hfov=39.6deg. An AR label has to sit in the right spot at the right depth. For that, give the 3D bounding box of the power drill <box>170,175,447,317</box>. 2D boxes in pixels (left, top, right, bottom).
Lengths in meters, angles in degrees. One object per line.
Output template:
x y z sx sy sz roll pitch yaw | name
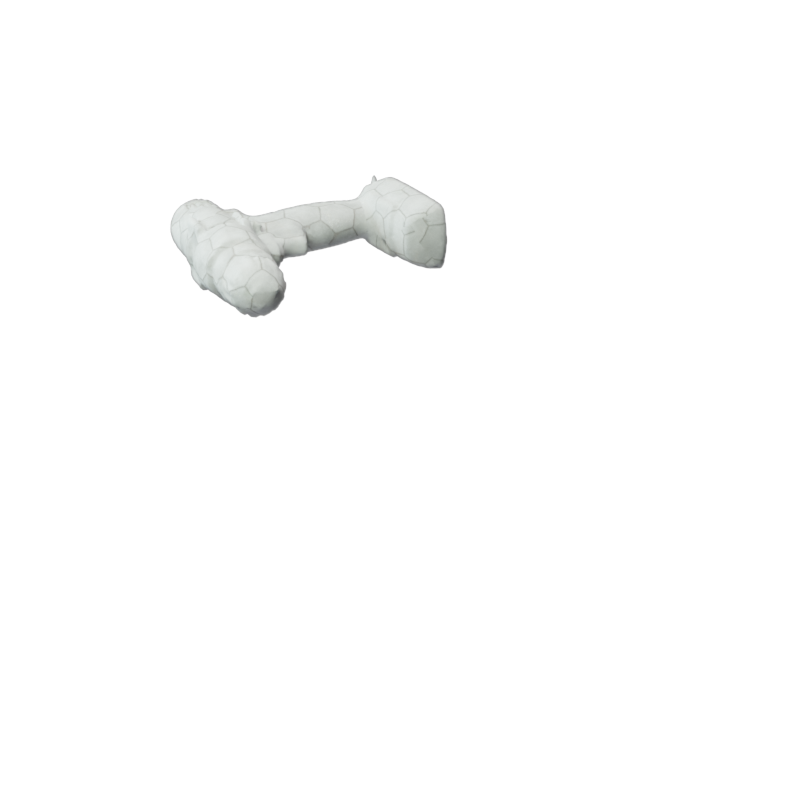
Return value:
-0.064 -0.117 0.821 0.184 0.055 0.197 -10 27 -21 | power drill
